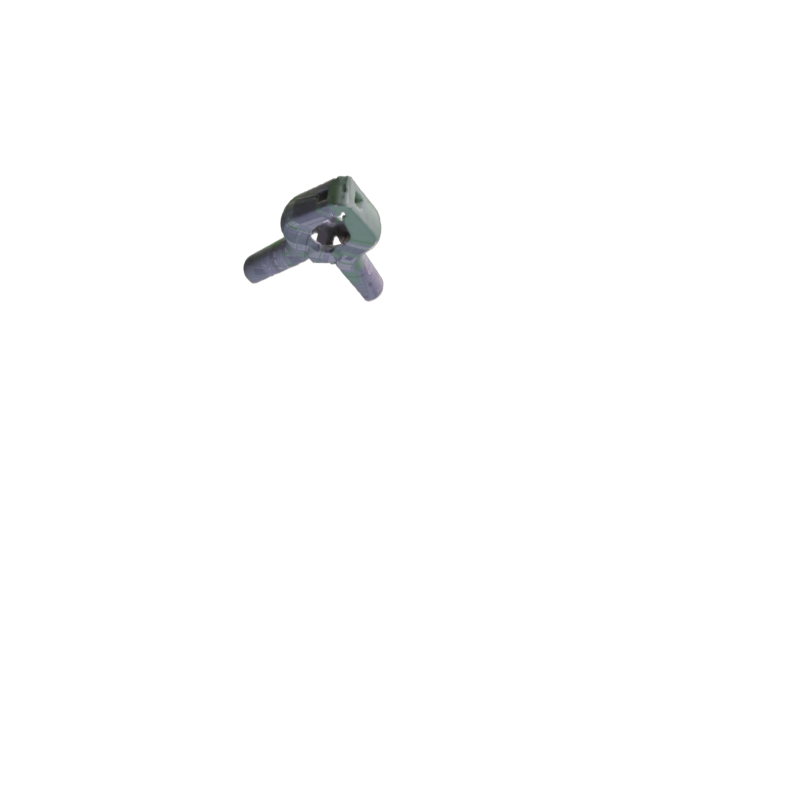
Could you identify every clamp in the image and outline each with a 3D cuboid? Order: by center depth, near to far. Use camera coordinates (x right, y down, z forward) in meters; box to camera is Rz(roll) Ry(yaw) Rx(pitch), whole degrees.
[{"bbox_3d":[-0.070,-0.128,0.895,0.120,0.042,0.162,1,-24,-2],"label":"clamp"}]
